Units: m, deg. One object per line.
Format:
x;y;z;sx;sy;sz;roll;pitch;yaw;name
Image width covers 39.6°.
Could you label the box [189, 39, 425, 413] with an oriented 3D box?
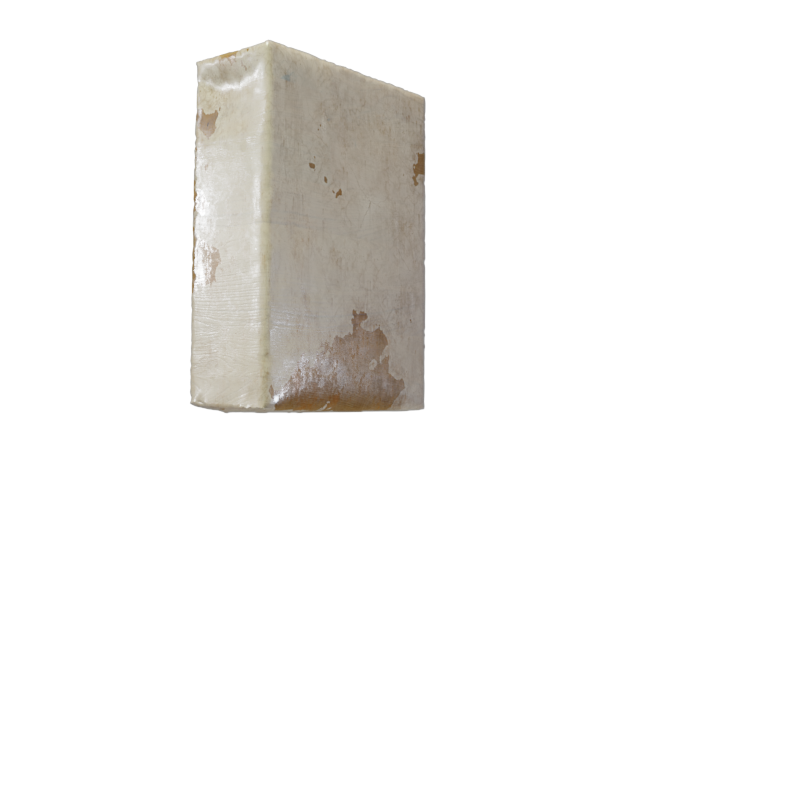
-0.055;-0.100;0.702;0.074;0.218;0.157;-6;-7;37;box
